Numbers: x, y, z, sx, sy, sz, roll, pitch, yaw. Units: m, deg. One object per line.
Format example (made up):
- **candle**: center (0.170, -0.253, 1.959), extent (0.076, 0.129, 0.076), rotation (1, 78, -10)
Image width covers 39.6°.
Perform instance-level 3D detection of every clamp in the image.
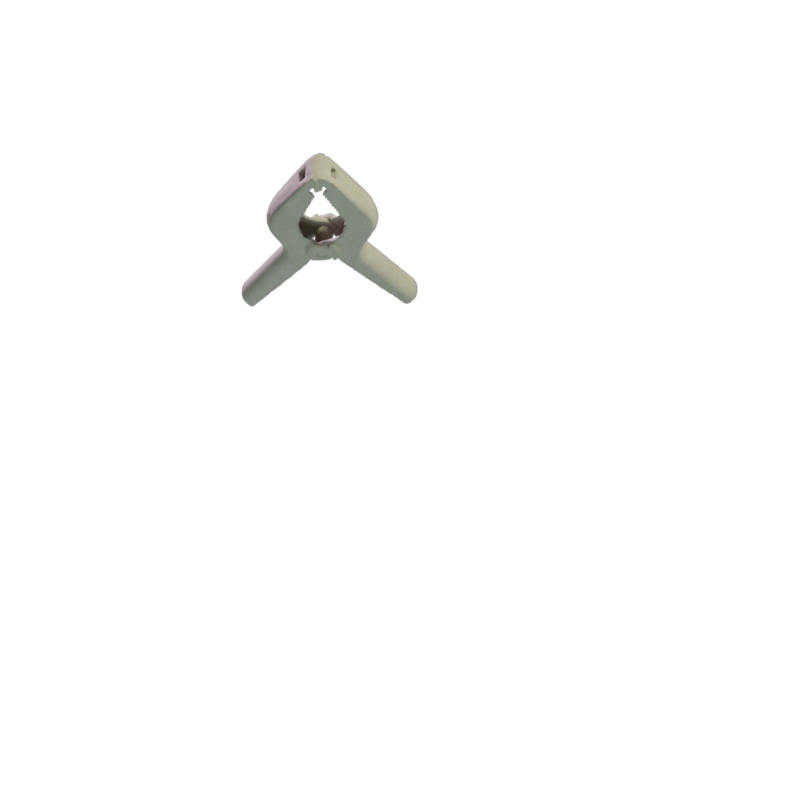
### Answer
- **clamp**: center (-0.076, -0.139, 0.974), extent (0.166, 0.039, 0.195), rotation (-4, -29, 7)
